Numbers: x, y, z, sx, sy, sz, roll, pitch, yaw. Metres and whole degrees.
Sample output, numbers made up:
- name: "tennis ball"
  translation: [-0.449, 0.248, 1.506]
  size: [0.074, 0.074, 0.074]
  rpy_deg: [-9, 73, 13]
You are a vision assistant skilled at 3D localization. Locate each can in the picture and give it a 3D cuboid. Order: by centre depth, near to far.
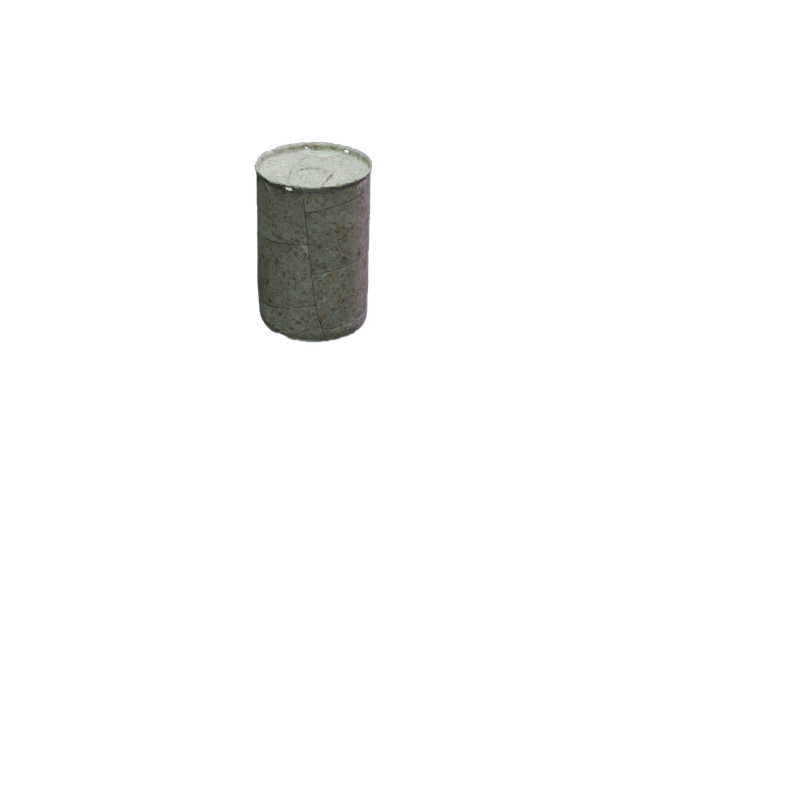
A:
- name: "can"
  translation: [-0.052, -0.094, 0.662]
  size: [0.068, 0.096, 0.073]
  rpy_deg: [0, 29, -2]
